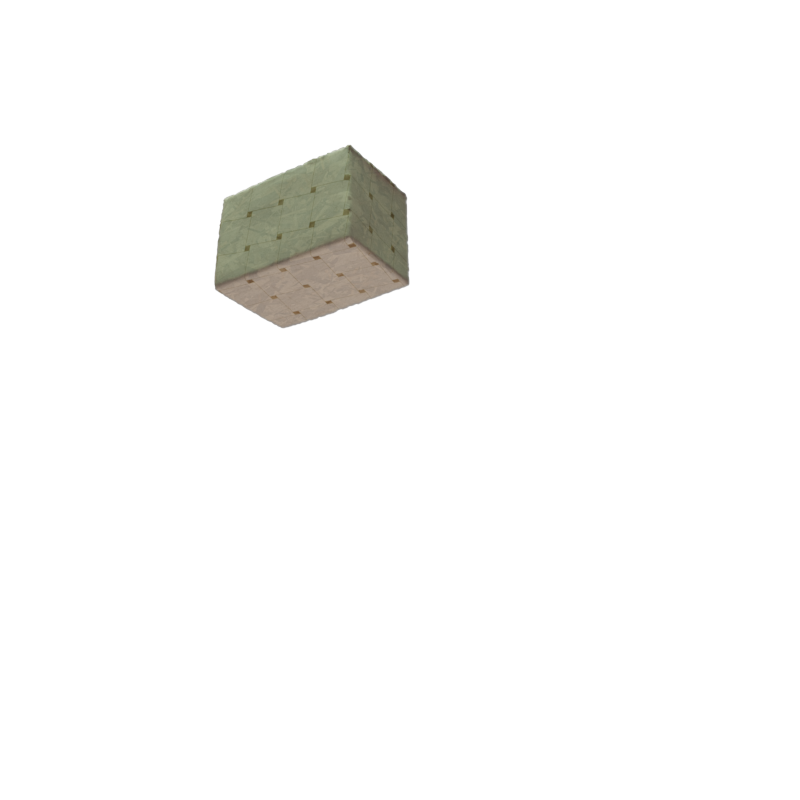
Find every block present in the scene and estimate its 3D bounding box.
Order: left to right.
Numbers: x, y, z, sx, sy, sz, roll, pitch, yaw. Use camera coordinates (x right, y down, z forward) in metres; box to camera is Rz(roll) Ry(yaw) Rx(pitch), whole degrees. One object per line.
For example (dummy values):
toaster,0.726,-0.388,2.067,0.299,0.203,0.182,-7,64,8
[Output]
block,-0.041,-0.075,0.526,0.079,0.054,0.049,-17,-32,29
